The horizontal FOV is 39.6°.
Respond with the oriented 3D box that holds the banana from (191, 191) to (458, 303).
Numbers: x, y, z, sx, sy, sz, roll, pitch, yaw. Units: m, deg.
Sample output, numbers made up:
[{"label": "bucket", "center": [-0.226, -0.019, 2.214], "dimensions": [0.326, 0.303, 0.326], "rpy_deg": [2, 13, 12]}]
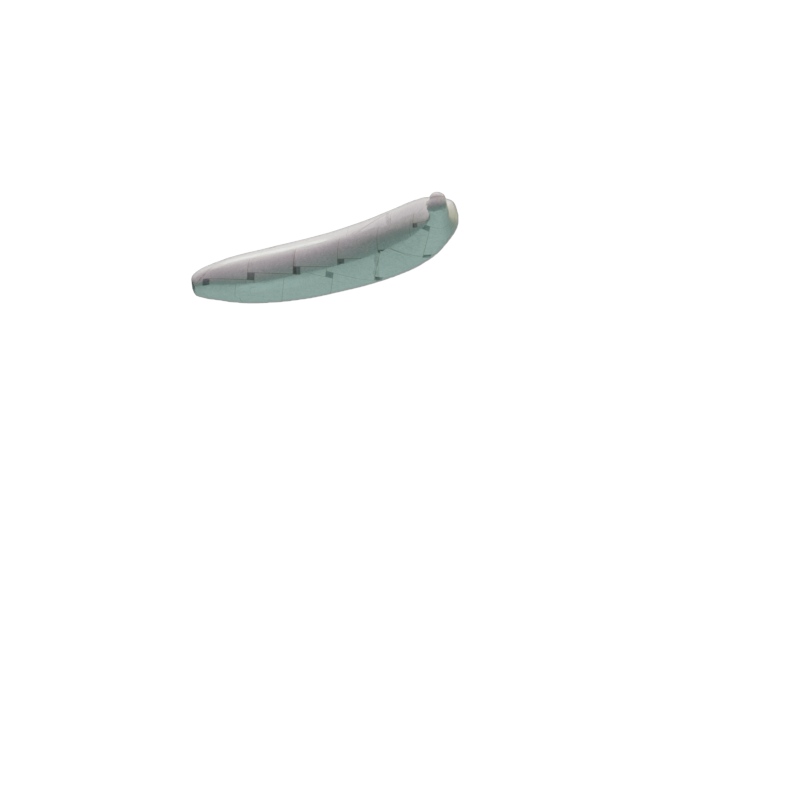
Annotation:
[{"label": "banana", "center": [-0.038, -0.091, 0.672], "dimensions": [0.201, 0.039, 0.065], "rpy_deg": [-14, -24, 36]}]
